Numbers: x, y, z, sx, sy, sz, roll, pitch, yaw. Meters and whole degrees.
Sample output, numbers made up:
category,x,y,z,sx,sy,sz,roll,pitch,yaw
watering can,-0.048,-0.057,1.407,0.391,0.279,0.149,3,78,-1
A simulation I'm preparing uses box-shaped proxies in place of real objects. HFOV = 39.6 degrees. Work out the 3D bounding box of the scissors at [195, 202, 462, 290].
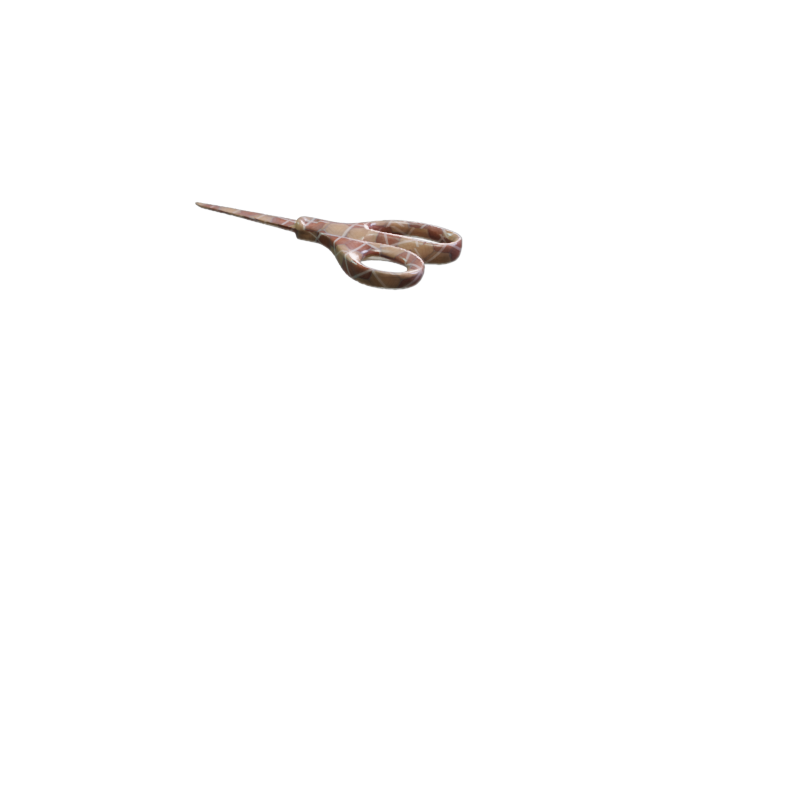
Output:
category,x,y,z,sx,sy,sz,roll,pitch,yaw
scissors,-0.060,-0.109,0.765,0.205,0.015,0.100,7,31,11
